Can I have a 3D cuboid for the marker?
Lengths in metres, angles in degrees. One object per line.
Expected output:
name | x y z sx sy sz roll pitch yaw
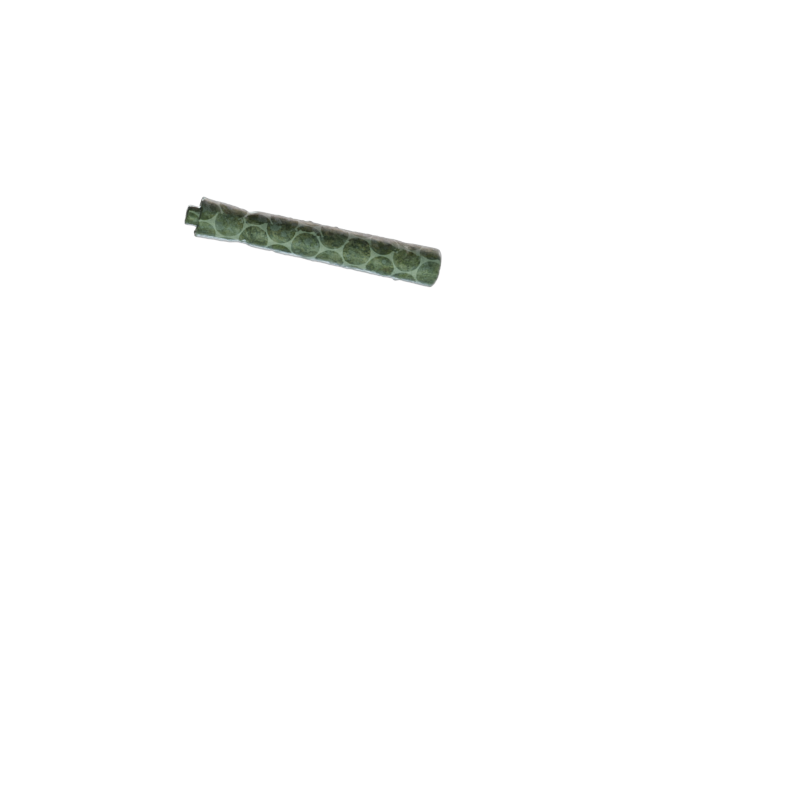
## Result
marker | -0.041 -0.074 0.517 0.119 0.020 0.020 11 2 -10
